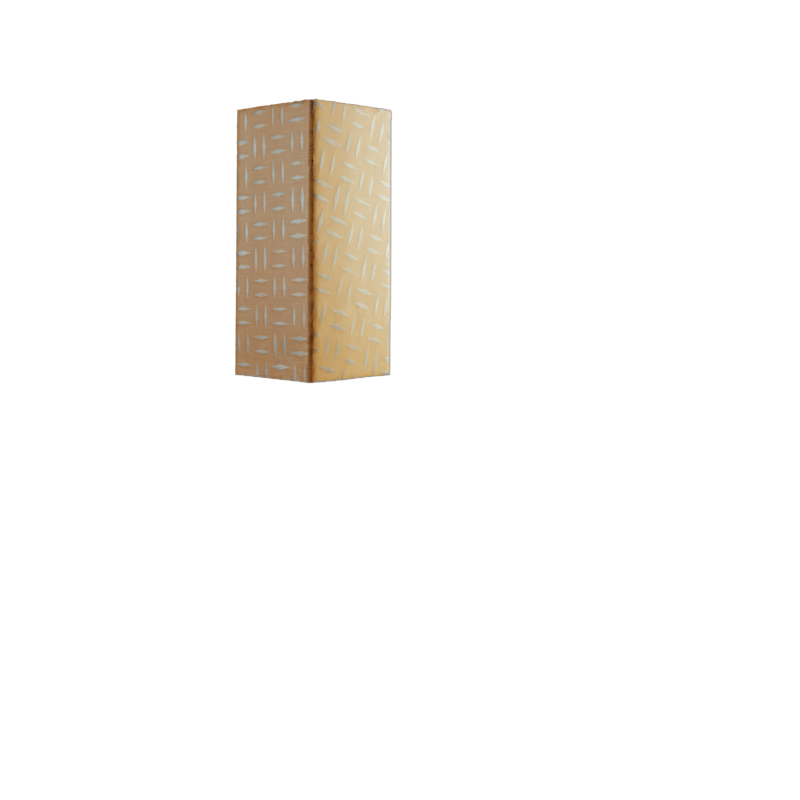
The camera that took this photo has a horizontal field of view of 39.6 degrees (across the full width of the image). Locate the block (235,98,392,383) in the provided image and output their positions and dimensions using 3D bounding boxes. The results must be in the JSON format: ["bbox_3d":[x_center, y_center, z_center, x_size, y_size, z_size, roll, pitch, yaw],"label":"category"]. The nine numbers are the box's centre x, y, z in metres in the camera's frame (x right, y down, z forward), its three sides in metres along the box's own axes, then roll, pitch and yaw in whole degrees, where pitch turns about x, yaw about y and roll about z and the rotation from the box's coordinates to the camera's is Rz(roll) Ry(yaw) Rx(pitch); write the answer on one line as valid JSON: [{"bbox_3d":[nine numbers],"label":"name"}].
[{"bbox_3d":[-0.067,-0.123,0.858,0.094,0.207,0.087,0,0,44],"label":"block"}]
